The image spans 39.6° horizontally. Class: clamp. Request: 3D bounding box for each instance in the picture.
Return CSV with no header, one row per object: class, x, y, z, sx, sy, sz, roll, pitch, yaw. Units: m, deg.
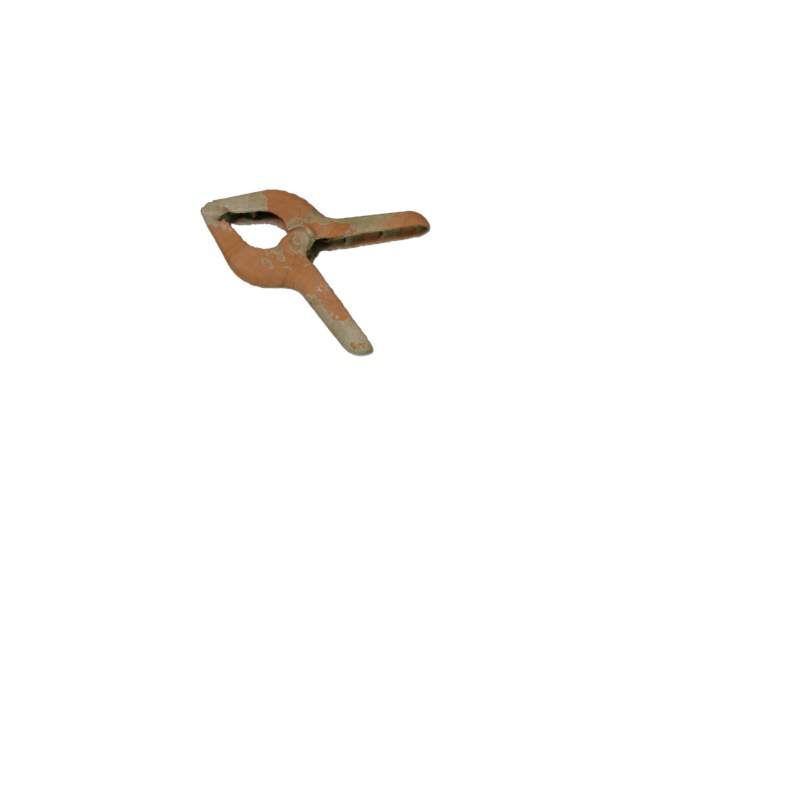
clamp,-0.066,-0.120,0.838,0.178,0.123,0.037,30,-24,15
